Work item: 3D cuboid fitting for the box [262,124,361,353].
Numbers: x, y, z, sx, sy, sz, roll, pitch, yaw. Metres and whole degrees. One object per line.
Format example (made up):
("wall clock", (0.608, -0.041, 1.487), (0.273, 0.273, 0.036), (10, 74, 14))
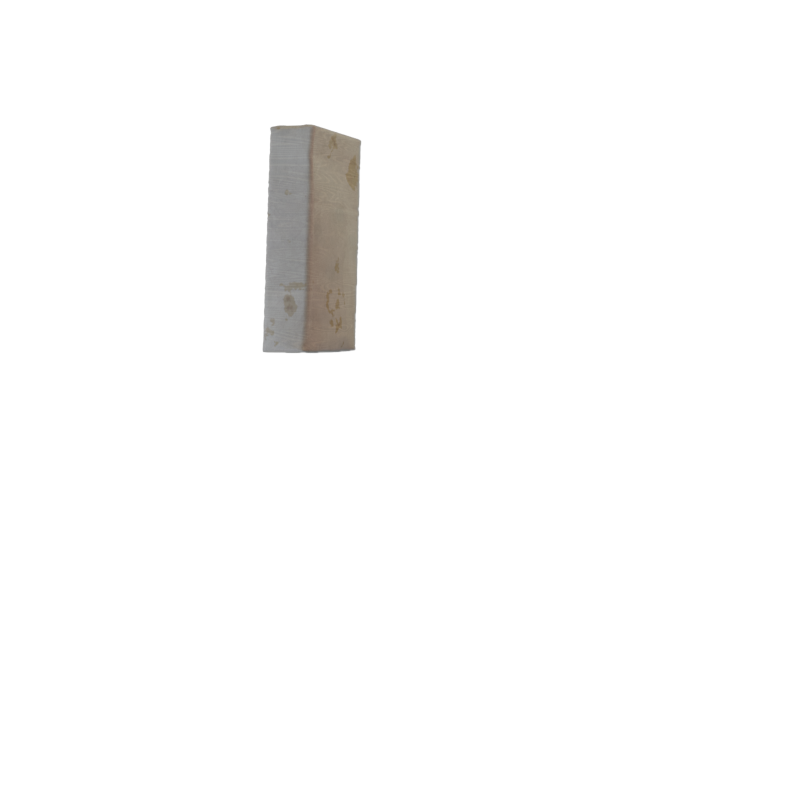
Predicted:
("box", (-0.070, -0.127, 0.887), (0.049, 0.178, 0.090), (-2, -3, 24))
